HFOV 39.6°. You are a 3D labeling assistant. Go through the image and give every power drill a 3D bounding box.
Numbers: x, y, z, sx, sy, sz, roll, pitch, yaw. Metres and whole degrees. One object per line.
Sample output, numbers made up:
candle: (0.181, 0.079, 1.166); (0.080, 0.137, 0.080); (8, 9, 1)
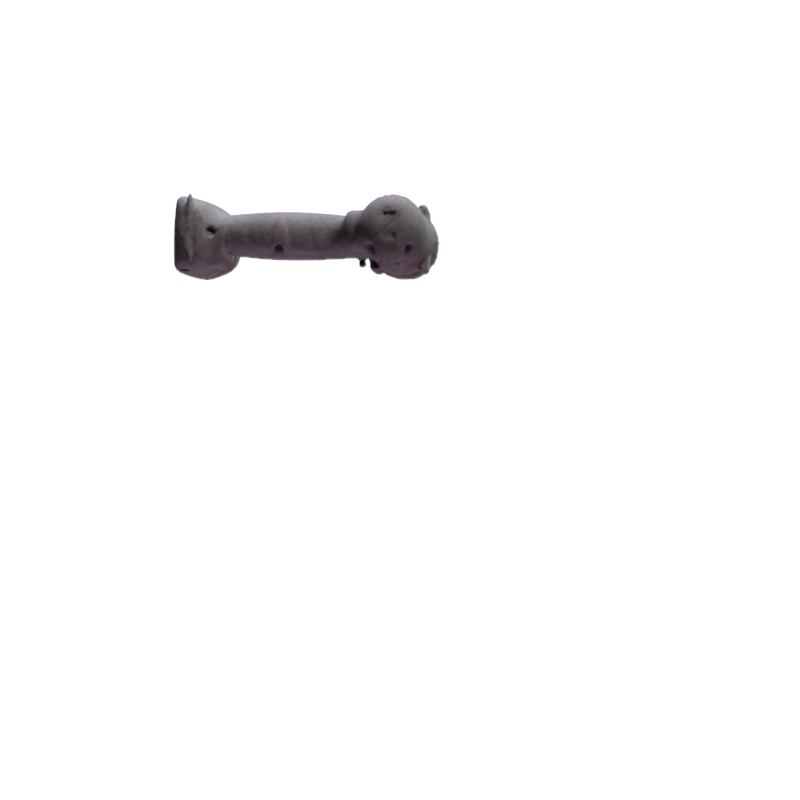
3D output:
power drill: (-0.065, -0.119, 0.836); (0.190, 0.058, 0.180); (0, -2, 8)
